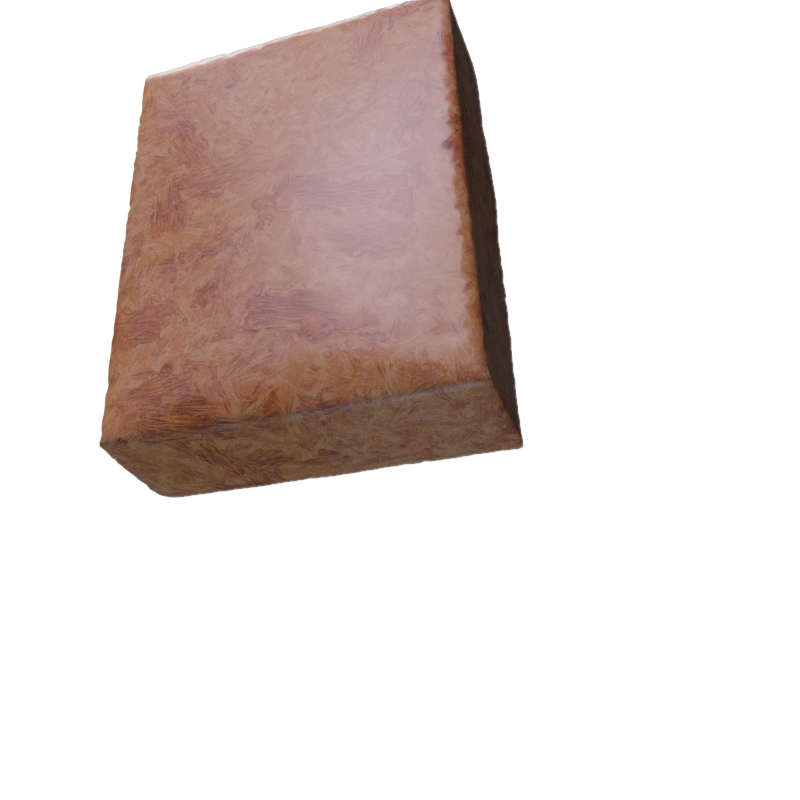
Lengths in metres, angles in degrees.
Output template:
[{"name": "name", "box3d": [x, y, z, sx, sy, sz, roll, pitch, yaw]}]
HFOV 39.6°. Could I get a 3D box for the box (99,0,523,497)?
[{"name": "box", "box3d": [-0.040, -0.073, 0.510, 0.166, 0.229, 0.066, -12, -35, 15]}]
